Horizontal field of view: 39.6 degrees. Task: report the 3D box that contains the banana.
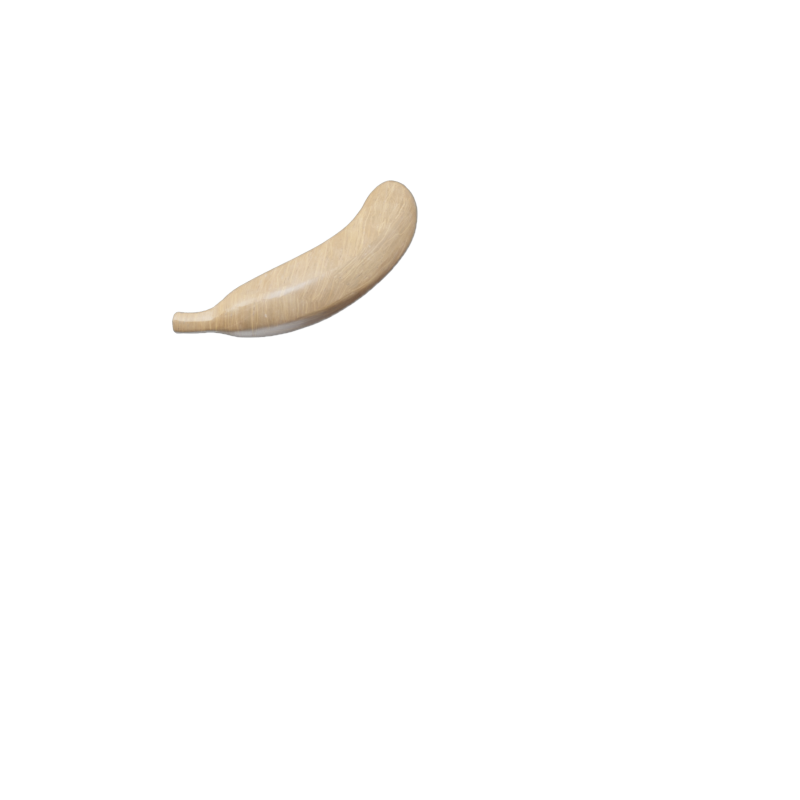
[{"bbox_3d":[-0.038,-0.083,0.628,0.074,0.034,0.199,23,41,29],"label":"banana"}]
